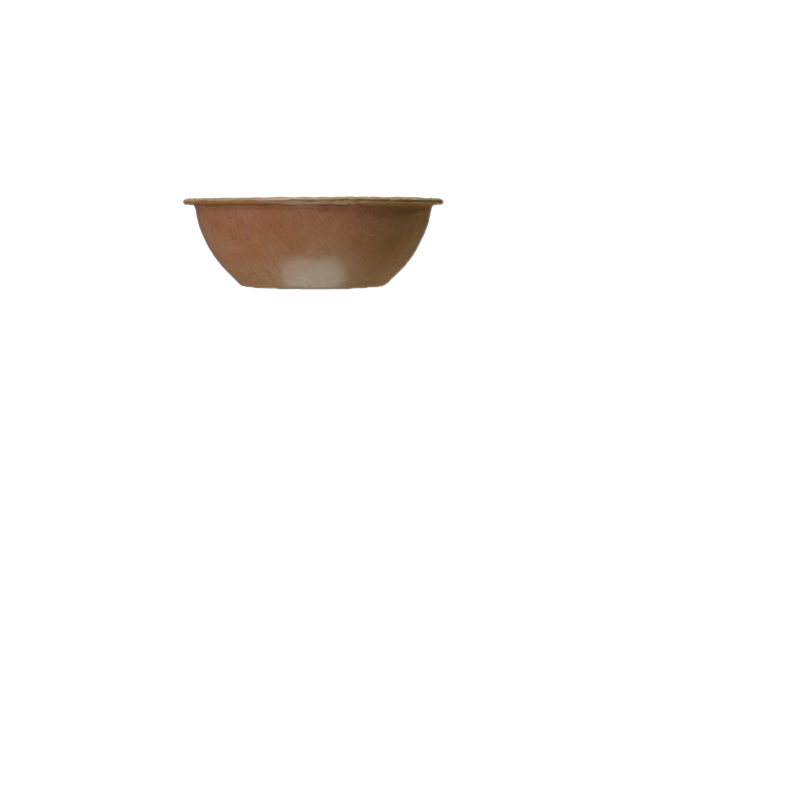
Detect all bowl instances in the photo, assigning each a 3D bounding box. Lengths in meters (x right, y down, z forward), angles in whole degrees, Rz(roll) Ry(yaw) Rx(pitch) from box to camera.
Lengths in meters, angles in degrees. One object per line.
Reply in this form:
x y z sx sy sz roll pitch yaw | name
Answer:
-0.054 -0.099 0.692 0.162 0.054 0.164 0 8 -2 | bowl
